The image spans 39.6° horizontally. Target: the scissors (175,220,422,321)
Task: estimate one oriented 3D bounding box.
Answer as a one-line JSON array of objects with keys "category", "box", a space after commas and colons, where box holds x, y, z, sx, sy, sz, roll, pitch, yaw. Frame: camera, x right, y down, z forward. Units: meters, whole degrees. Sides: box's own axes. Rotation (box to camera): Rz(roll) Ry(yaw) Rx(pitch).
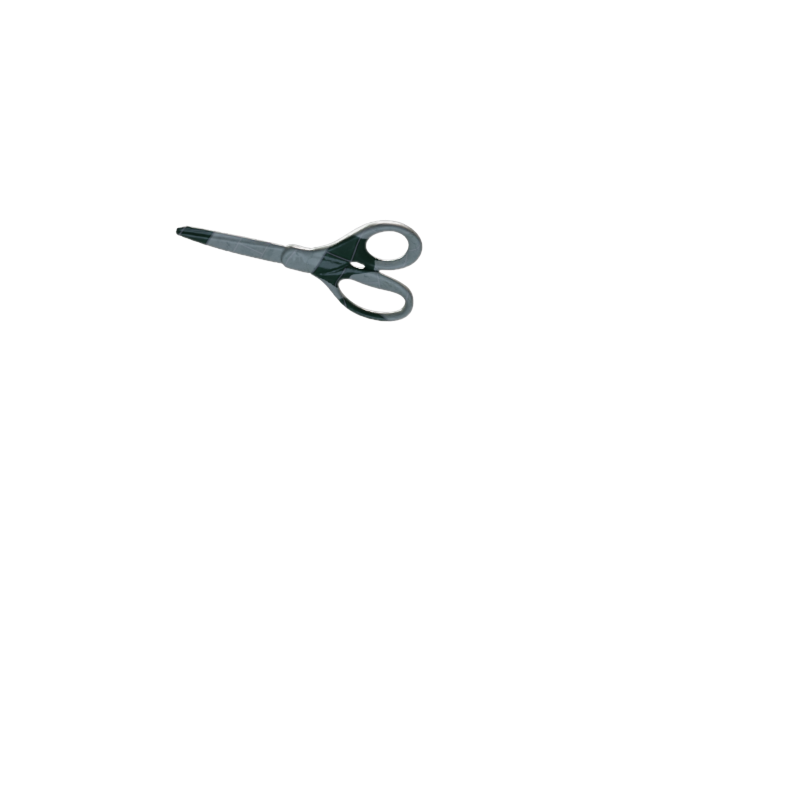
[{"category": "scissors", "box": [-0.070, -0.128, 0.894, 0.196, 0.094, 0.017, 27, 23, -12]}]
